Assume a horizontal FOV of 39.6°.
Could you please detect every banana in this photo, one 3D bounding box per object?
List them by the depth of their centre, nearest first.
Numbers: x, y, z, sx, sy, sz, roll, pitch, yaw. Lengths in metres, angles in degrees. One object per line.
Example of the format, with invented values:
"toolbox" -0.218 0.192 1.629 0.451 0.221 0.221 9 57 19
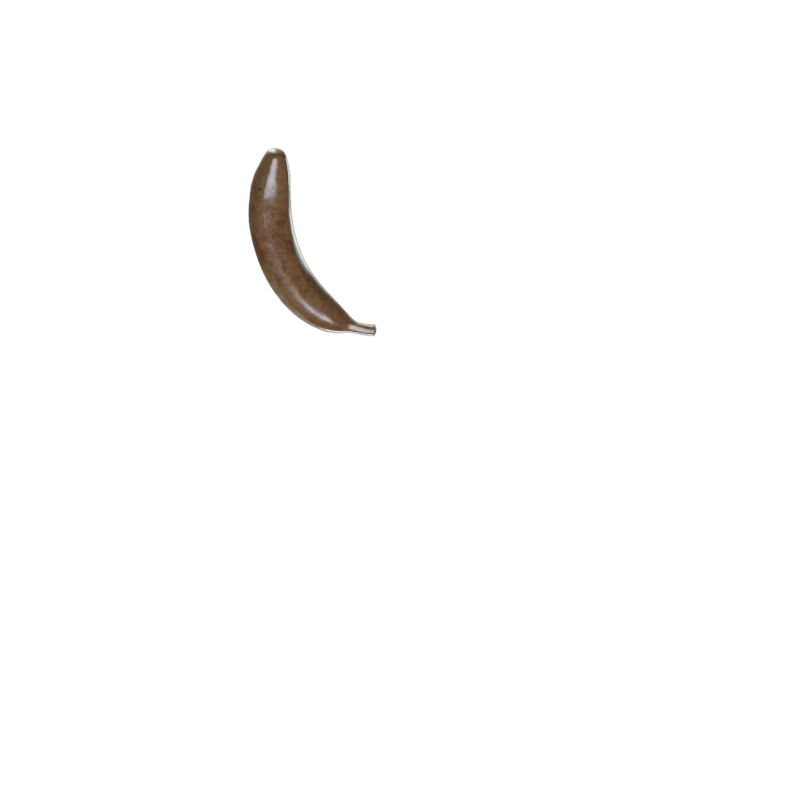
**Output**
"banana" -0.090 -0.126 0.956 0.070 0.185 0.039 -22 29 12
